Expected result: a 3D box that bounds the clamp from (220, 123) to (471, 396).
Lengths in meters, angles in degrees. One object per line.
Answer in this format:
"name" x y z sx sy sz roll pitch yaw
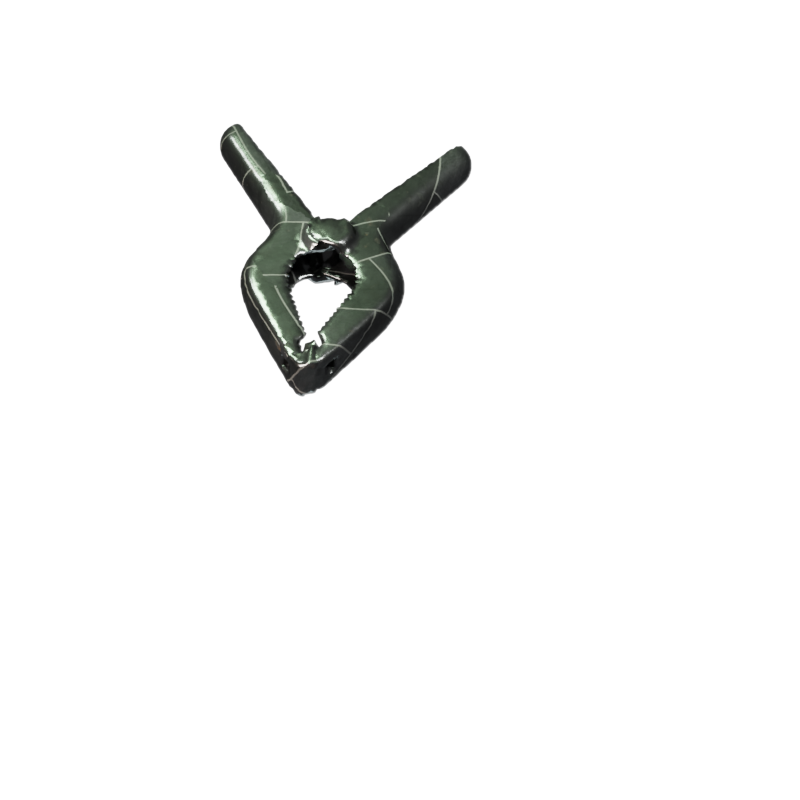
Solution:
"clamp" -0.052 -0.096 0.670 0.167 0.222 0.034 9 -41 8
